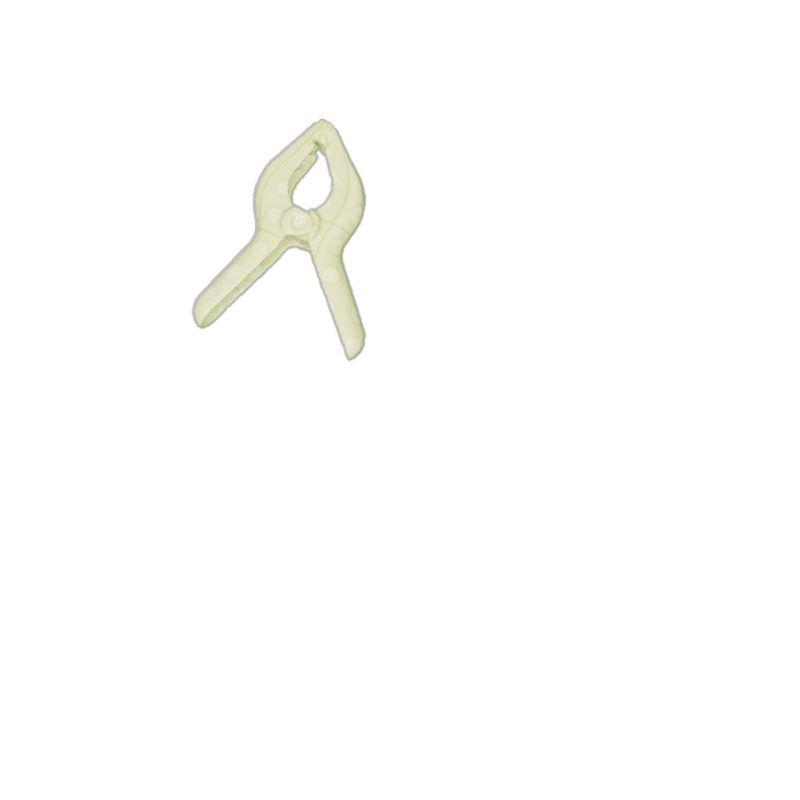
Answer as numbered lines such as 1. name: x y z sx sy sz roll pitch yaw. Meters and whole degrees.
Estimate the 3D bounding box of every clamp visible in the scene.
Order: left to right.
1. clamp: -0.061 -0.112 0.783 0.121 0.175 0.038 21 -12 4
